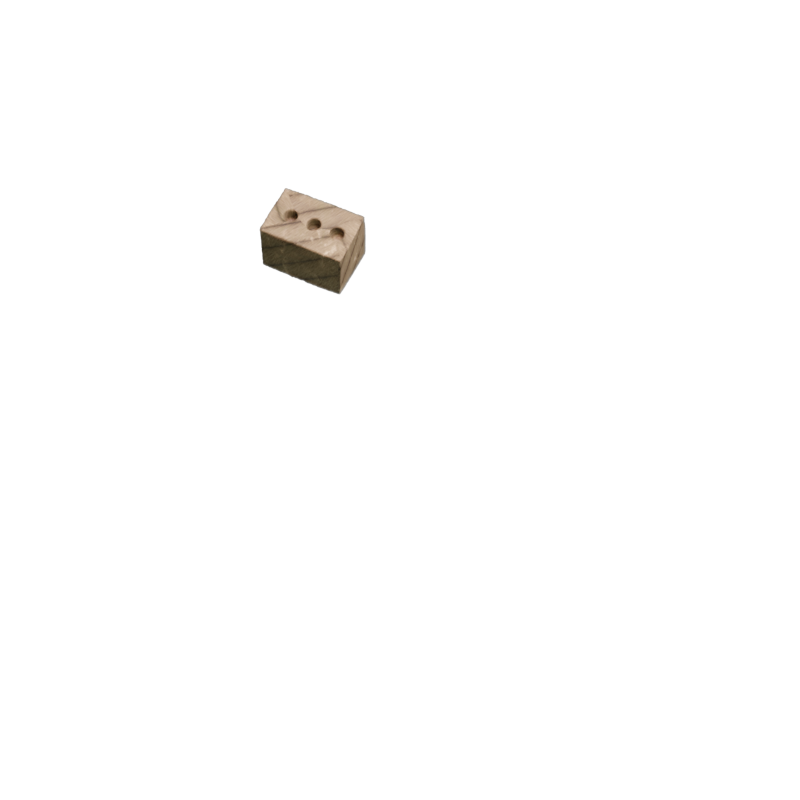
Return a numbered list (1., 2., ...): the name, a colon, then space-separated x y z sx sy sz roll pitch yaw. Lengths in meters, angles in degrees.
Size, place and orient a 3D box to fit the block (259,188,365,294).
1. block: -0.075 -0.136 0.953 0.080 0.055 0.048 21 -32 13
